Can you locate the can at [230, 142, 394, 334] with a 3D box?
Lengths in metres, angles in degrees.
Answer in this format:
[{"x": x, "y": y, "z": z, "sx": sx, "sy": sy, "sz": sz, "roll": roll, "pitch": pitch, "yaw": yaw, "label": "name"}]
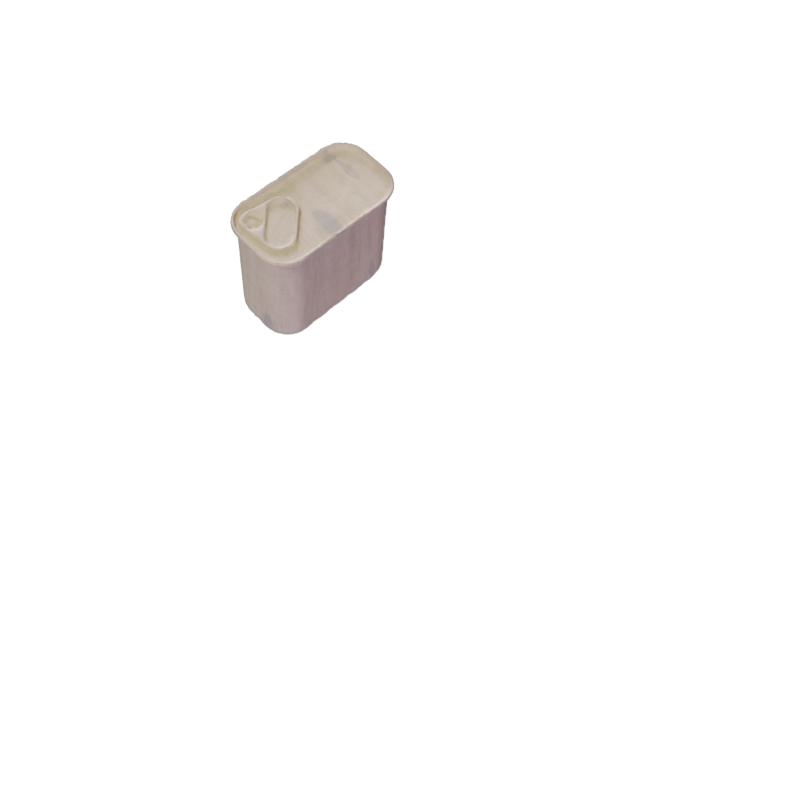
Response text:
[{"x": -0.055, "y": -0.100, "z": 0.701, "sx": 0.103, "sy": 0.061, "sz": 0.078, "roll": -38, "pitch": -23, "yaw": -23, "label": "can"}]
